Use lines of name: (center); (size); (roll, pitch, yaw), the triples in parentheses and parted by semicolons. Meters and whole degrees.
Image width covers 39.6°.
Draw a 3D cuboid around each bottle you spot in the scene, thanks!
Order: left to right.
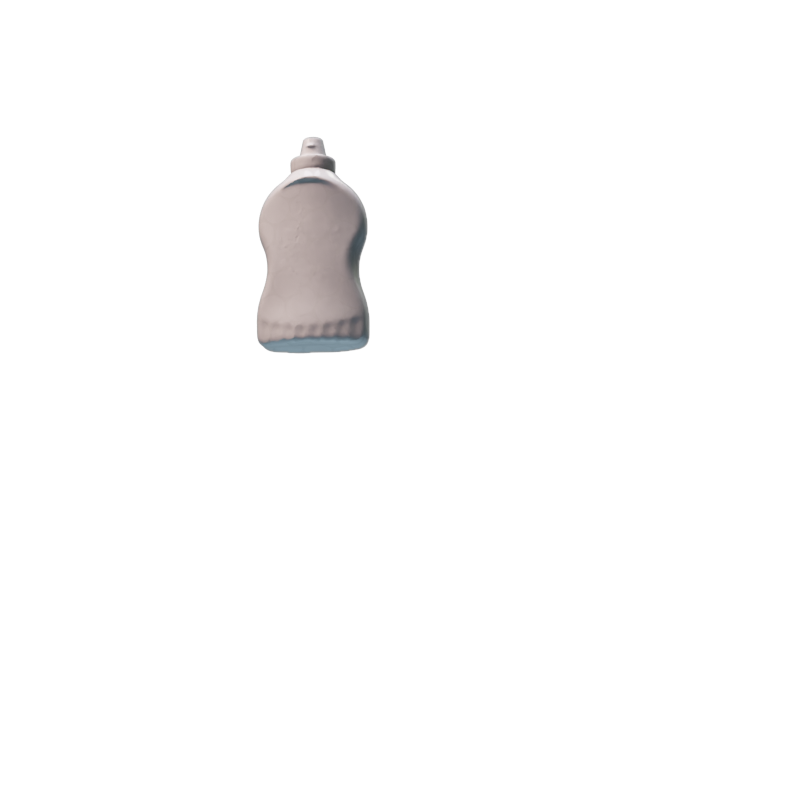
bottle: (-0.077, -0.140, 0.982); (0.097, 0.199, 0.056); (-3, -15, 10)
